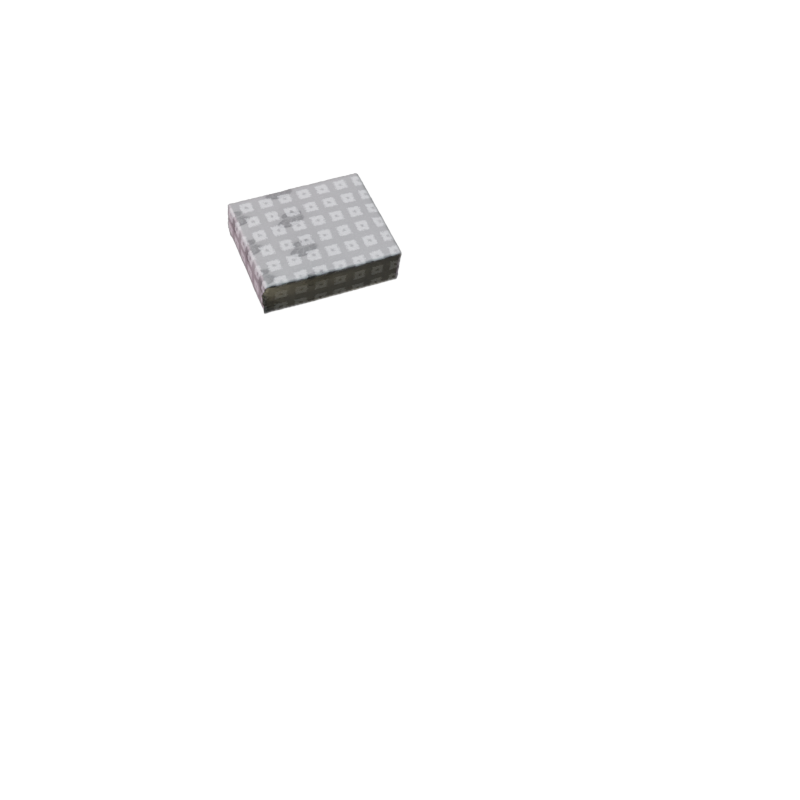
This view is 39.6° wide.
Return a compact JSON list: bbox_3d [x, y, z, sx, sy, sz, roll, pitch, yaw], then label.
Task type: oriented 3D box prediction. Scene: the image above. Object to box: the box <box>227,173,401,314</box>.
[{"bbox_3d":[-0.067,-0.123,0.860,0.112,0.097,0.036,-18,-36,-14],"label":"box"}]
